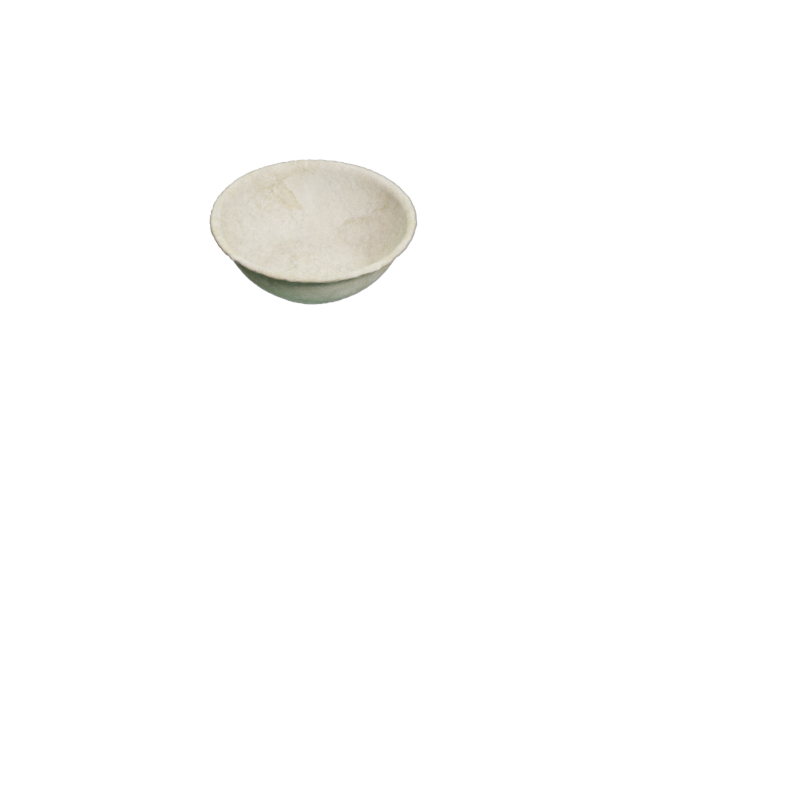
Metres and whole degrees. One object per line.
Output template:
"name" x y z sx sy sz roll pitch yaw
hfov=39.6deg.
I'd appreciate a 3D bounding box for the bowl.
"bowl" -0.069 -0.126 0.880 0.162 0.051 0.174 -1 42 -1
